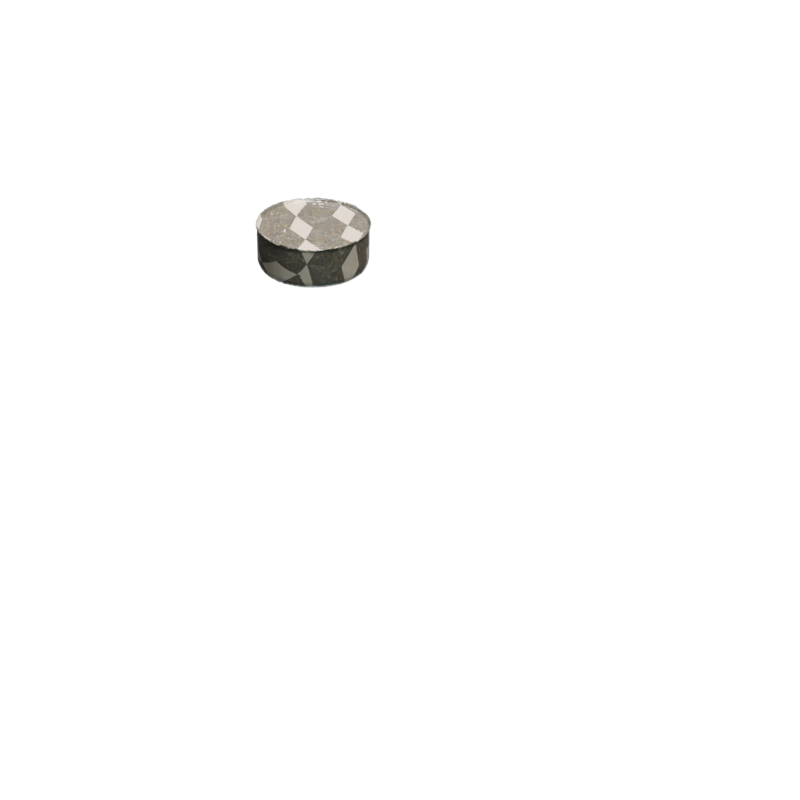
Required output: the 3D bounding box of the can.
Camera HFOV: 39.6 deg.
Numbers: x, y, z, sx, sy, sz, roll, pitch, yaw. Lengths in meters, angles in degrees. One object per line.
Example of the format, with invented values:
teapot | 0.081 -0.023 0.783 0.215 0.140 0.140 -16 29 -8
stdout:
can | -0.065 -0.119 0.832 0.086 0.032 0.091 -1 33 -2
